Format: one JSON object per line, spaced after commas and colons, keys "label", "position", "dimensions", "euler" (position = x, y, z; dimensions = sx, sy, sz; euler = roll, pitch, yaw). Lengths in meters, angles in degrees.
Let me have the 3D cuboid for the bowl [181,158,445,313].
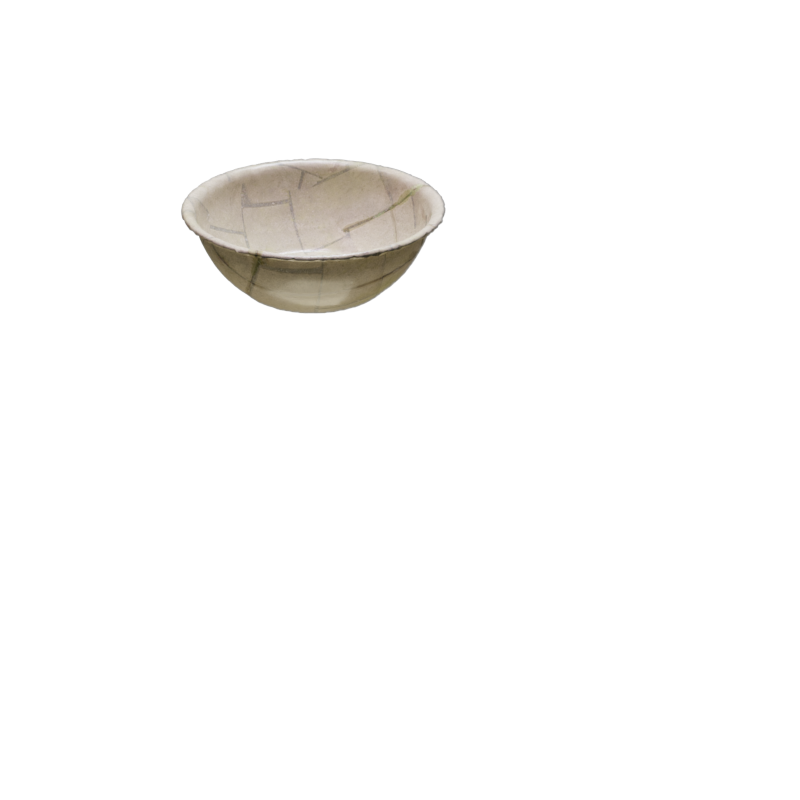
{"label": "bowl", "position": [-0.054, -0.099, 0.692], "dimensions": [0.162, 0.052, 0.172], "euler": [-1, 30, -2]}
